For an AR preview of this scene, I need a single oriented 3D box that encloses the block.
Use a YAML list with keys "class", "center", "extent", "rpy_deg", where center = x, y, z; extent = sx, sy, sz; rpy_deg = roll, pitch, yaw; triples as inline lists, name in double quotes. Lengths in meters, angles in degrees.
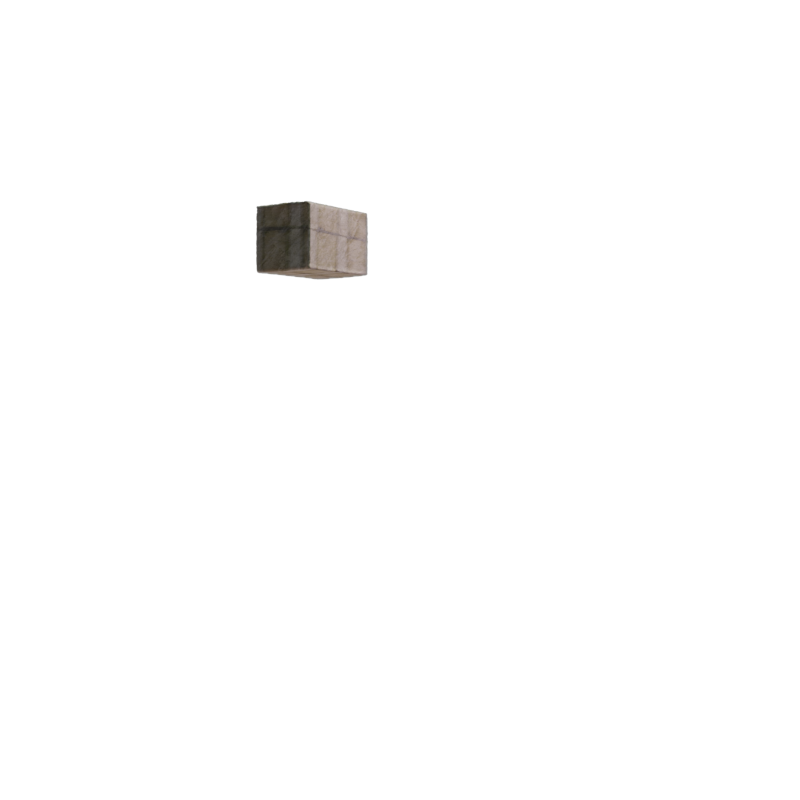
- class: "block"
  center: [-0.067, -0.122, 0.854]
  extent: [0.054, 0.052, 0.075]
  rpy_deg: [-2, -2, 34]
